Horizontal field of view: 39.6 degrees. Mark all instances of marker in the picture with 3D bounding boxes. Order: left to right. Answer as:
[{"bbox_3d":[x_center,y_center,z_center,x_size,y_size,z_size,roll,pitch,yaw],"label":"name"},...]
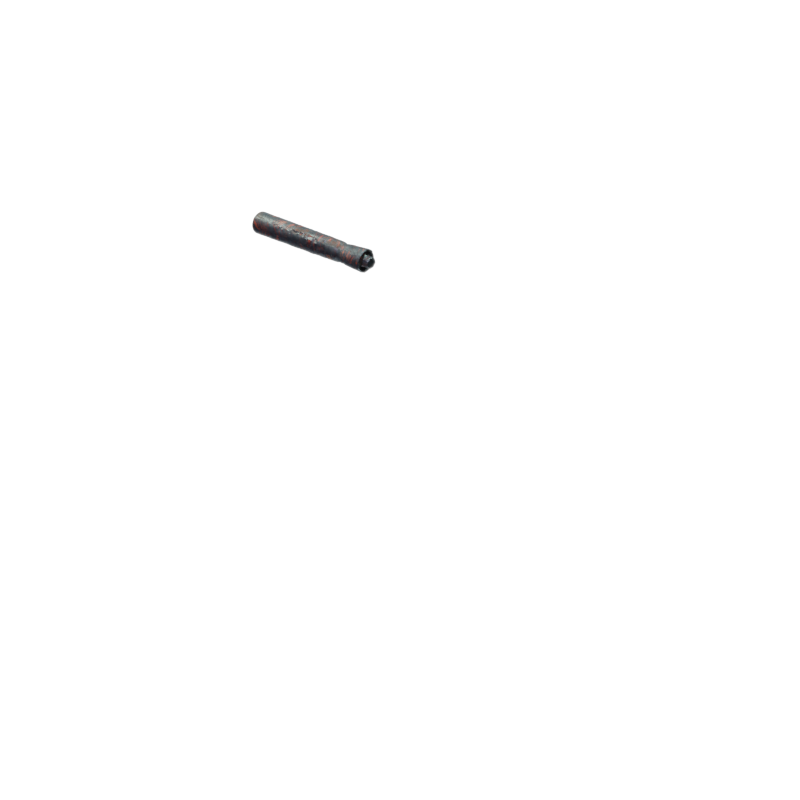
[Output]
[{"bbox_3d":[-0.069,-0.126,0.883,0.128,0.019,0.019,25,18,36],"label":"marker"}]
